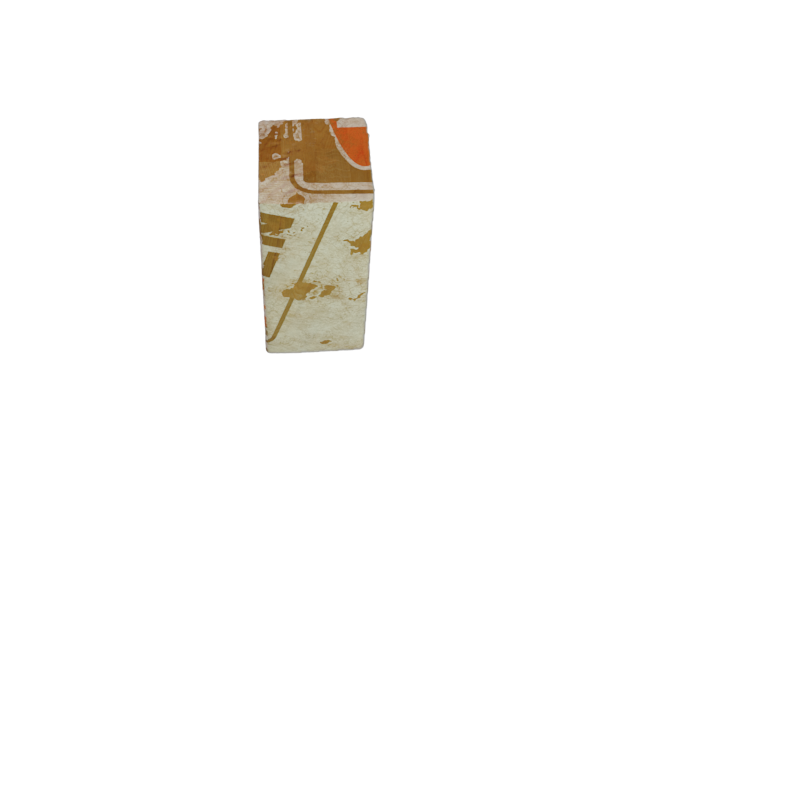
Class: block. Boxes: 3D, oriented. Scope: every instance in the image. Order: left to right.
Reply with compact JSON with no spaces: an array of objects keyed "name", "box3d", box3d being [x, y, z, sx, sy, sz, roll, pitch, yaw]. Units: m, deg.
[{"name":"block","box3d":[-0.073,-0.134,0.940,0.090,0.097,0.193,-1,-34,-5]}]
